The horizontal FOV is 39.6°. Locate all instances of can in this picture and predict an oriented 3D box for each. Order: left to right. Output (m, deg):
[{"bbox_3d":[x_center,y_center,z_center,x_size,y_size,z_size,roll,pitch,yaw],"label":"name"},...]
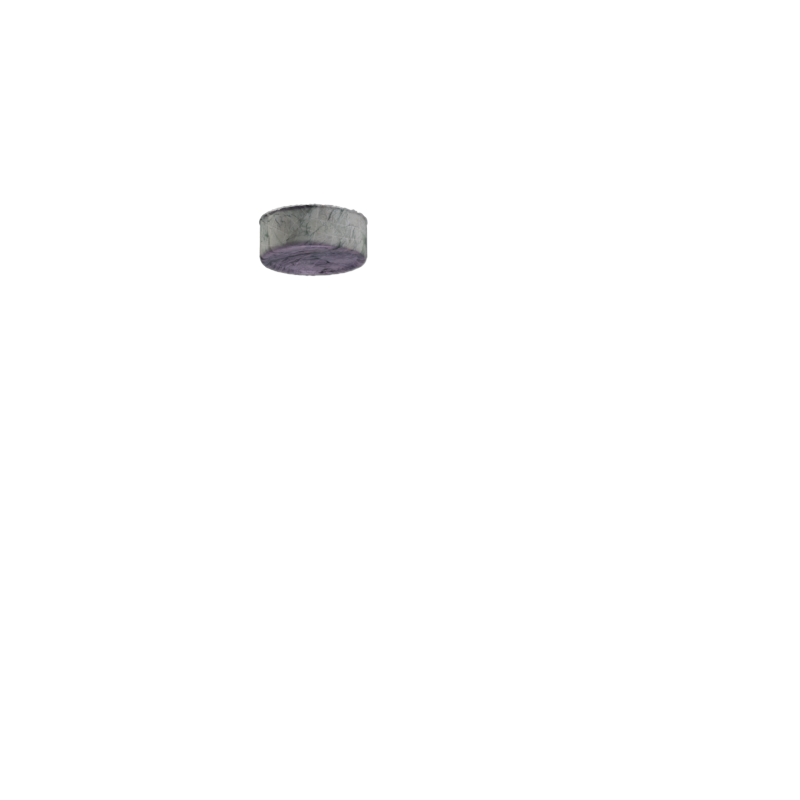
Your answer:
[{"bbox_3d":[-0.068,-0.124,0.869,0.086,0.035,0.083,0,-11,-2],"label":"can"}]
